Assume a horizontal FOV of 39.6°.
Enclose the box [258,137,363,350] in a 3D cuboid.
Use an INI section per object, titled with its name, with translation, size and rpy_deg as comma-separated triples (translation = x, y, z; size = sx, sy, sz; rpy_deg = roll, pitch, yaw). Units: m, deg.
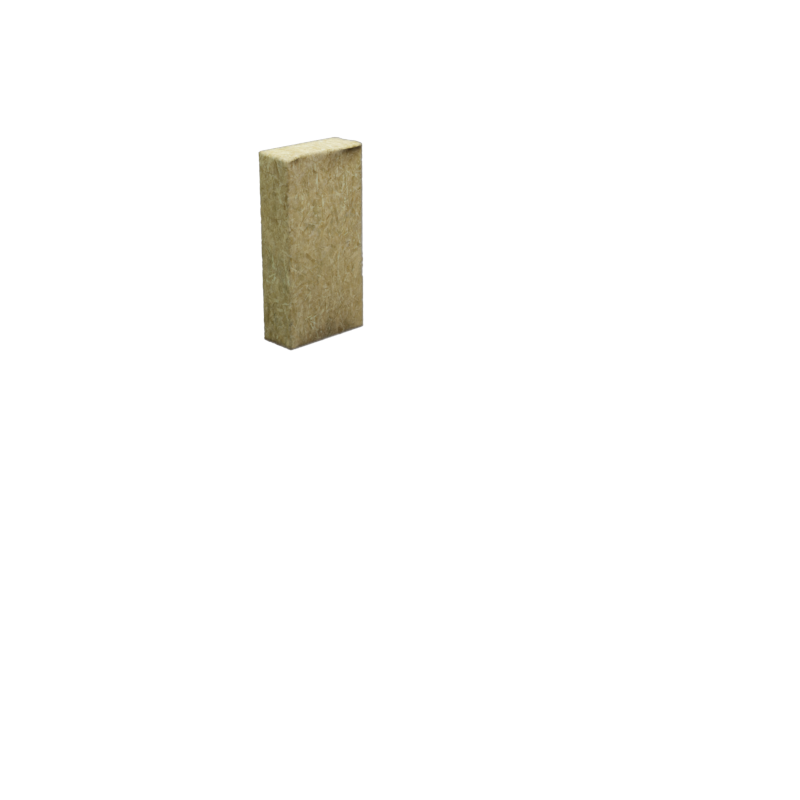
[box]
translation = -0.078, -0.142, 0.998
size = 0.092, 0.169, 0.051
rpy_deg = -18, 28, -41
